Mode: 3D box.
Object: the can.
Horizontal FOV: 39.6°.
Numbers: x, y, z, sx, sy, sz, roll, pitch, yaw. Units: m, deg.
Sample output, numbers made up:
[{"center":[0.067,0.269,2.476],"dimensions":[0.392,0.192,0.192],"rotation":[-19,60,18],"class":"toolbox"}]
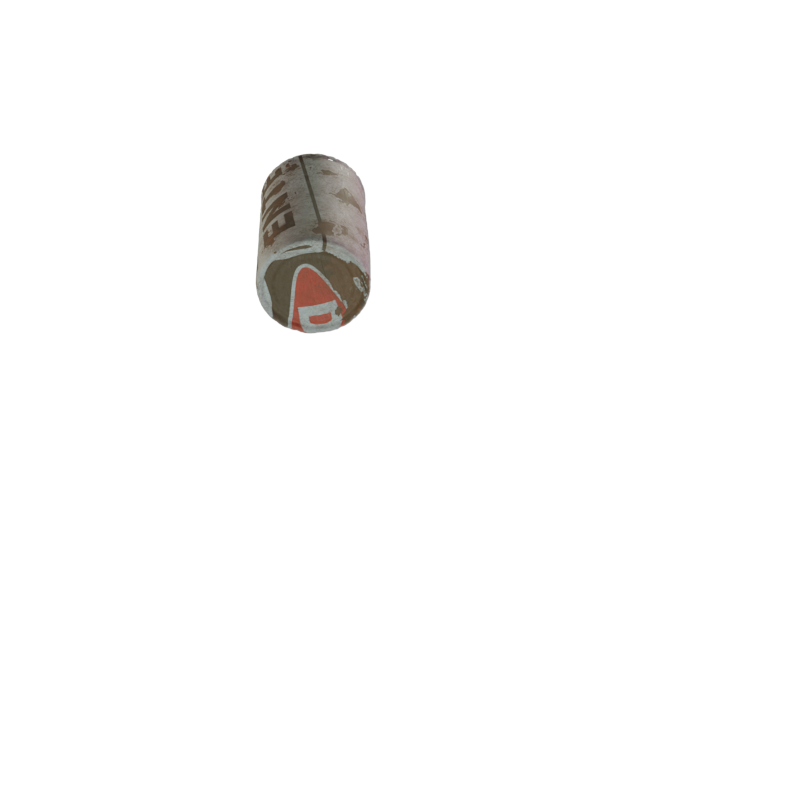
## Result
[{"center":[-0.053,-0.096,0.676],"dimensions":[0.068,0.064,0.109],"rotation":[-1,37,-3],"class":"can"}]
